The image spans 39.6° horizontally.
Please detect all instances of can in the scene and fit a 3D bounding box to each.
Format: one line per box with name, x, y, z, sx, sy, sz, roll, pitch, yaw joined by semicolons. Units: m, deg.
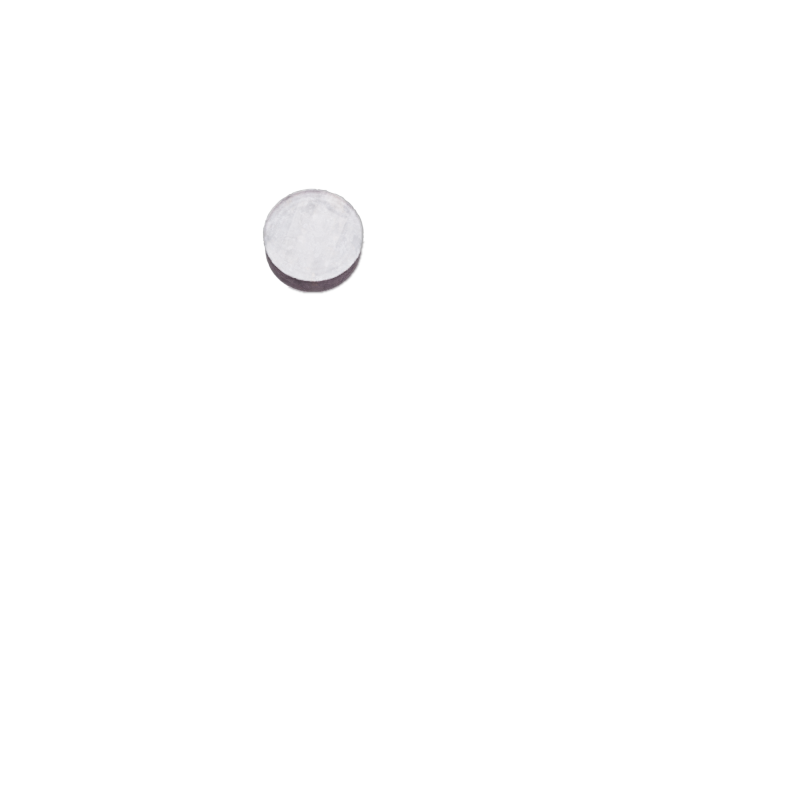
can;-0.075;-0.136;0.955;0.086;0.090;0.032;-1;-21;-1
